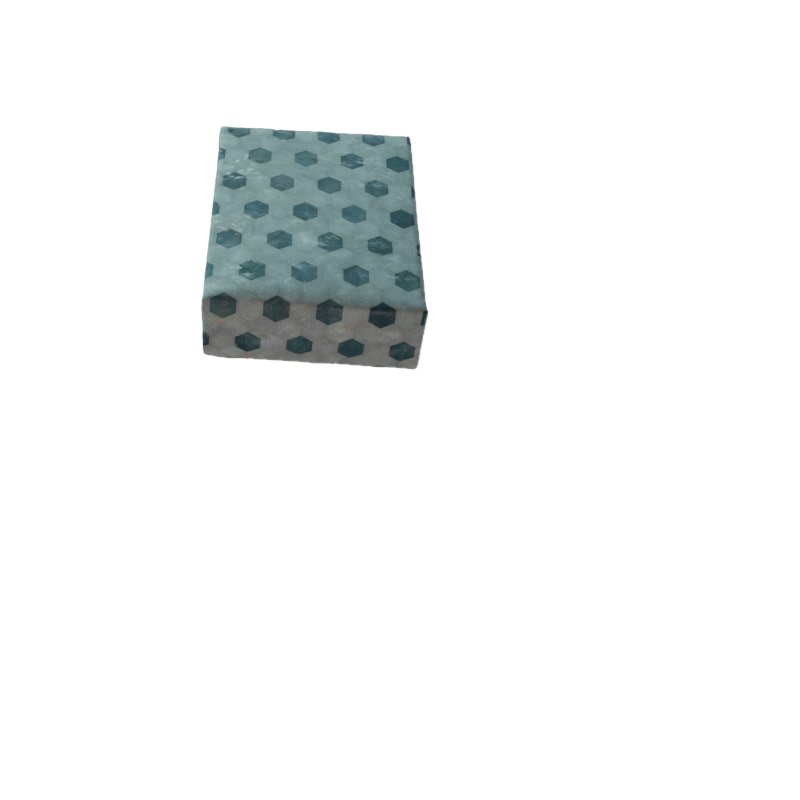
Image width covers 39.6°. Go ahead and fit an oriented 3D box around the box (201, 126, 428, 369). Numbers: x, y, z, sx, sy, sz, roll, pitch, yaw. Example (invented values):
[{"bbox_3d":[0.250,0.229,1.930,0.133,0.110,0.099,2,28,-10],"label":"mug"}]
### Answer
[{"bbox_3d":[-0.069,-0.126,0.884,0.163,0.230,0.067,2,-45,-5],"label":"box"}]
